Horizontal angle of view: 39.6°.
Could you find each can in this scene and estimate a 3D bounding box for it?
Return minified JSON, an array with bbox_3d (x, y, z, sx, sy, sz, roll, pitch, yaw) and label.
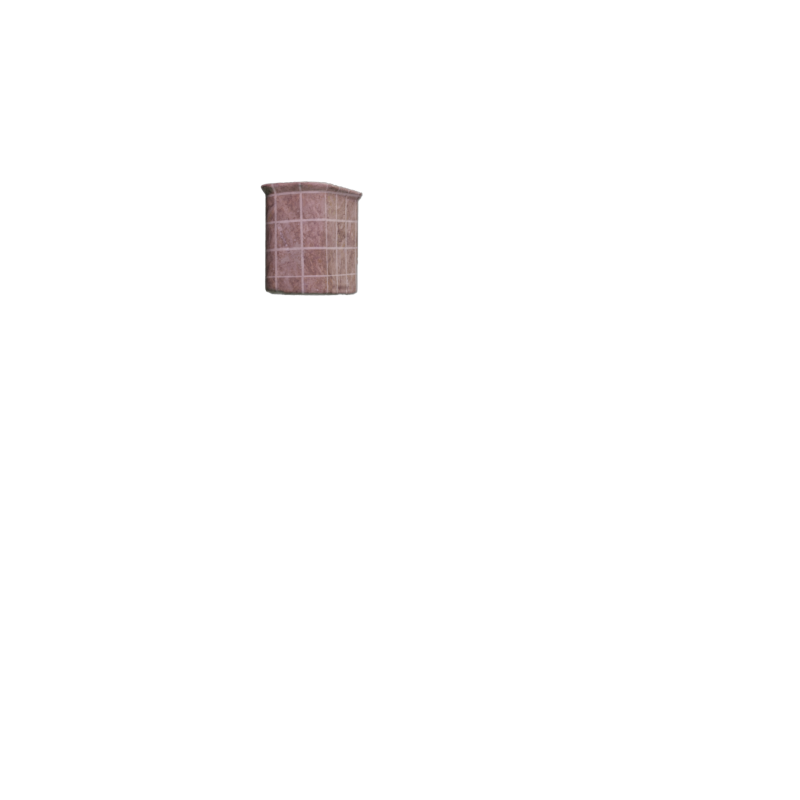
[{"bbox_3d":[-0.068,-0.124,0.871,0.059,0.084,0.099,0,1,19],"label":"can"}]
